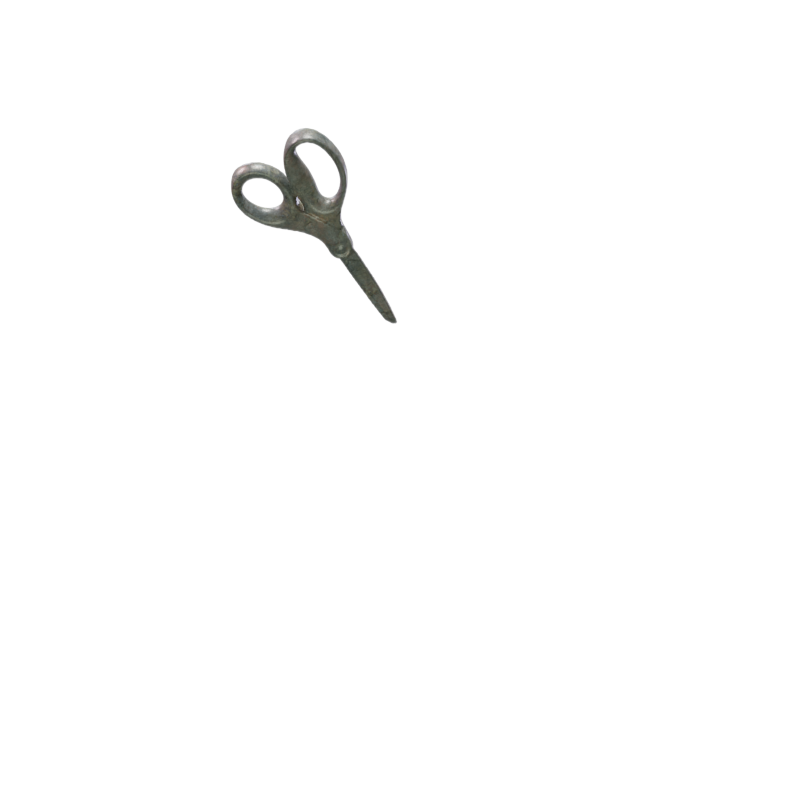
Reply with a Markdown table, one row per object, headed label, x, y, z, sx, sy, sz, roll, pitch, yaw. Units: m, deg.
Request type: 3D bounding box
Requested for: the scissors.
| label | x | y | z | sx | sy | sz | roll | pitch | yaw |
| --- | --- | --- | --- | --- | --- | --- | --- | --- | --- |
| scissors | -0.067 | -0.122 | 0.856 | 0.097 | 0.186 | 0.017 | -8 | 43 | 7 |
